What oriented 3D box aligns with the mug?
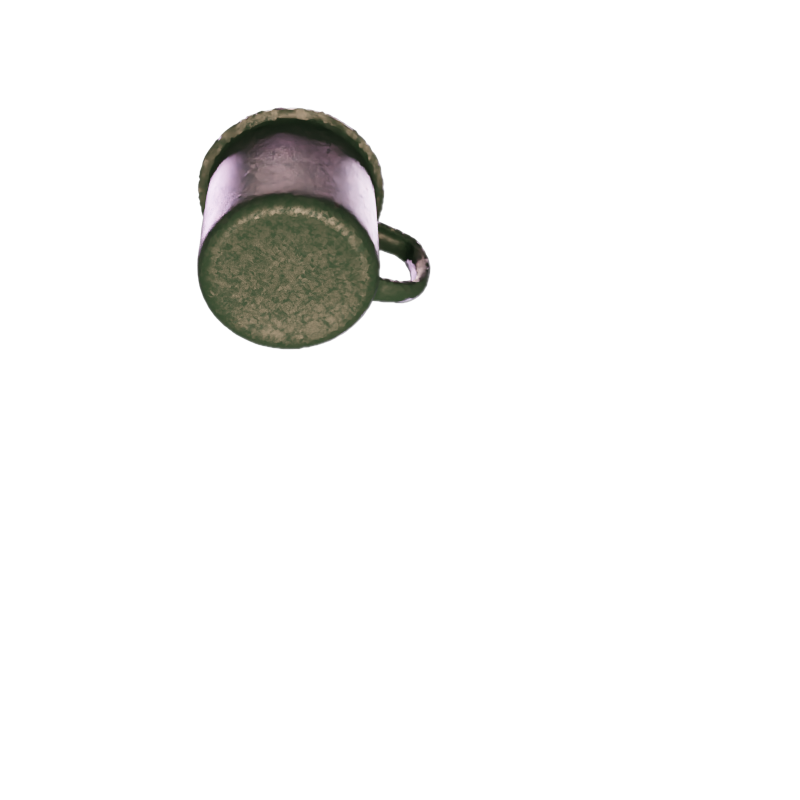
[{"bbox_3d":[-0.041,-0.074,0.522,0.114,0.090,0.087,19,32,-15],"label":"mug"}]
